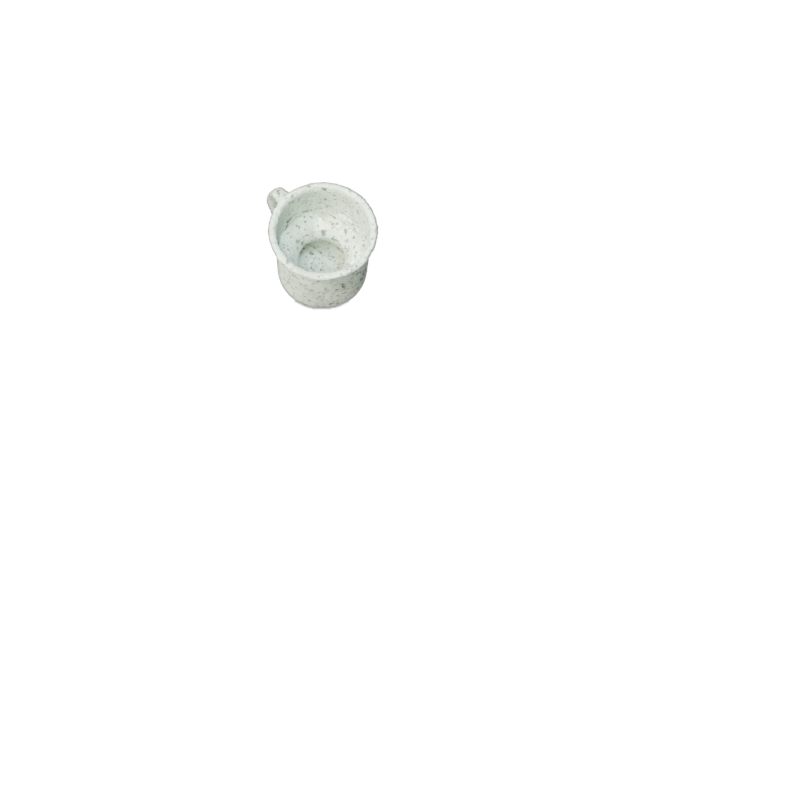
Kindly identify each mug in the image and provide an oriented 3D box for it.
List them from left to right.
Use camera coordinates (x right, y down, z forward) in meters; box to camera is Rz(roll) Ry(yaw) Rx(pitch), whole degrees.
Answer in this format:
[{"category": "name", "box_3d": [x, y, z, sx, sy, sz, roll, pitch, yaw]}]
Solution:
[{"category": "mug", "box_3d": [-0.076, -0.139, 0.977, 0.094, 0.123, 0.077, -41, -17, -17]}]
